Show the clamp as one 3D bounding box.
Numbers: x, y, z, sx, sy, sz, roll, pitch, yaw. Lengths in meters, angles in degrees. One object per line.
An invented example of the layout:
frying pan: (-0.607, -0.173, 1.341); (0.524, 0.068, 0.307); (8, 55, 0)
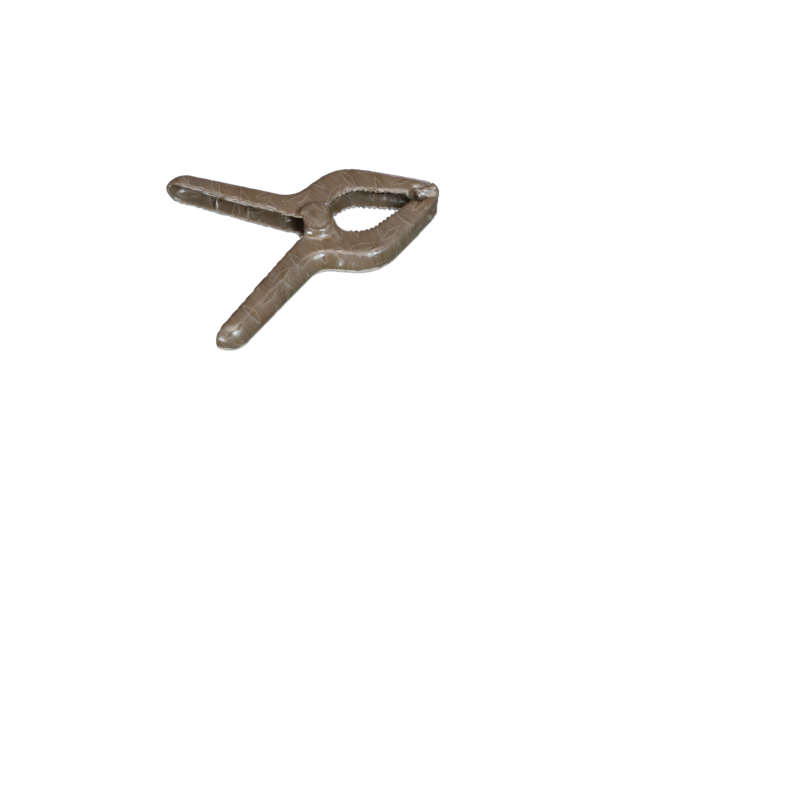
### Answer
clamp: (-0.067, -0.122, 0.856); (0.208, 0.177, 0.034); (-10, -33, -7)
